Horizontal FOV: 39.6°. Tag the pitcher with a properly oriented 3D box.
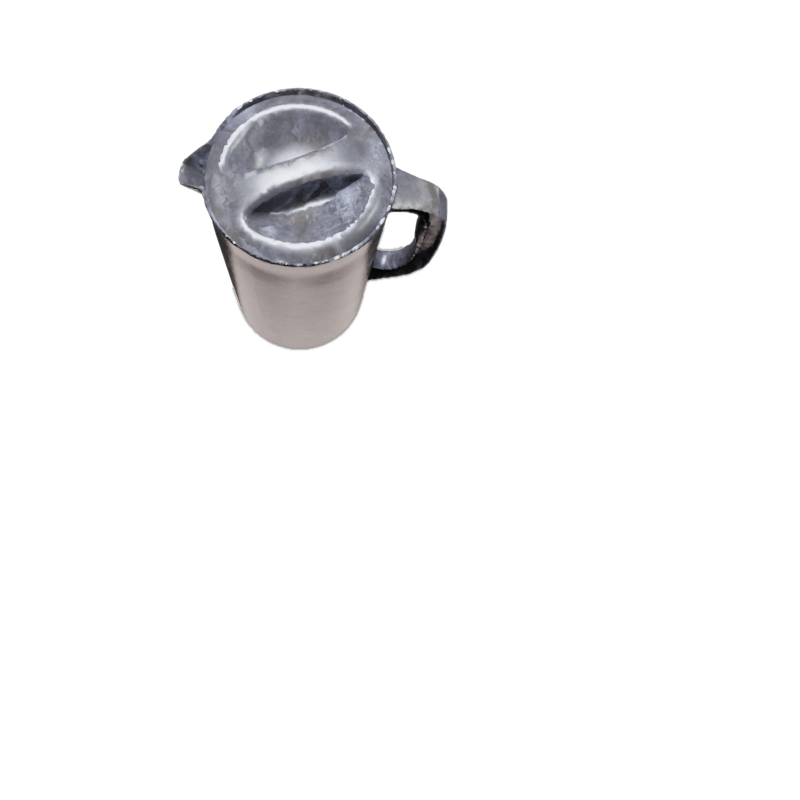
[{"bbox_3d":[-0.067,-0.121,0.851,0.146,0.155,0.233,-39,-11,-13],"label":"pitcher"}]
